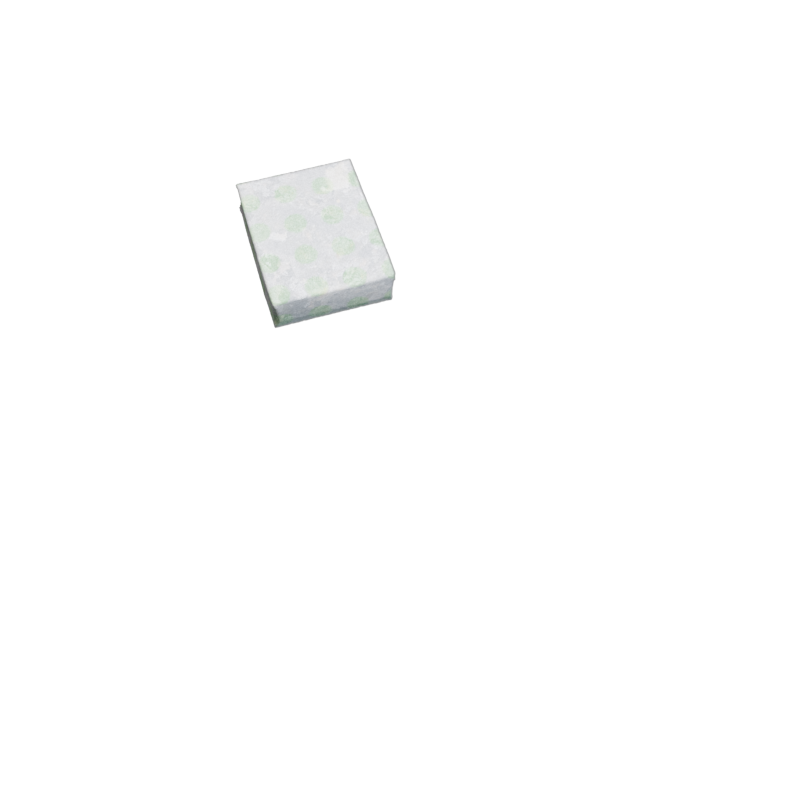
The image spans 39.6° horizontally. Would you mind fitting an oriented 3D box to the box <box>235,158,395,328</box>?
[{"bbox_3d":[-0.063,-0.115,0.807,0.089,0.122,0.036,-14,-33,-10],"label":"box"}]
